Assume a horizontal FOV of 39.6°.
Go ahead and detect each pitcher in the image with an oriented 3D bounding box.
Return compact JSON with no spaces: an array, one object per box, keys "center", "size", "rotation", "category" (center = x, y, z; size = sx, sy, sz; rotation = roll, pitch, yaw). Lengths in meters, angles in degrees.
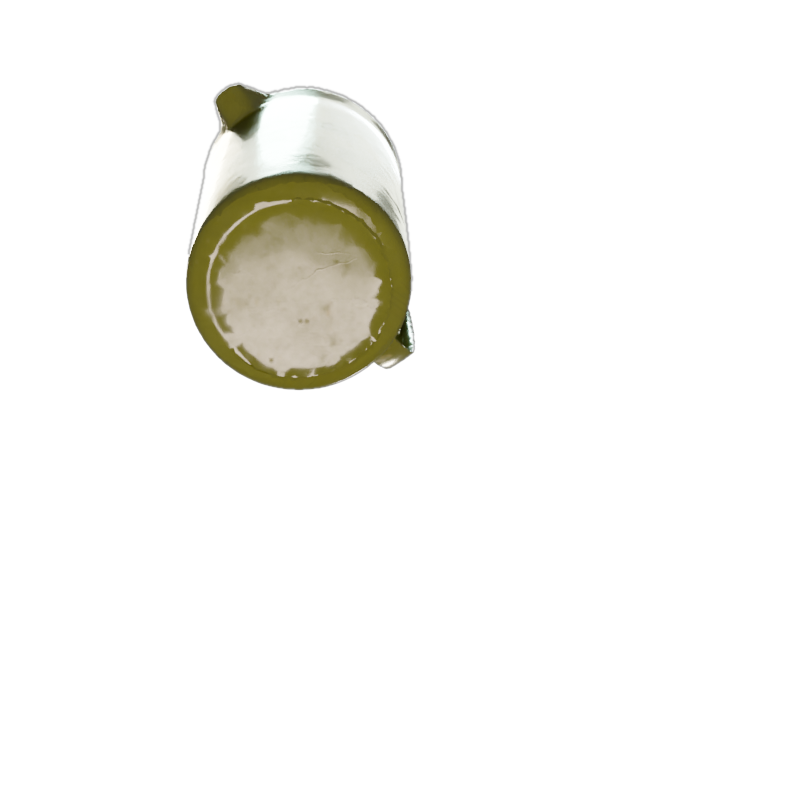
[{"center":[-0.050,-0.091,0.636],"size":[0.148,0.140,0.254],"rotation":[9,20,-7],"category":"pitcher"}]
